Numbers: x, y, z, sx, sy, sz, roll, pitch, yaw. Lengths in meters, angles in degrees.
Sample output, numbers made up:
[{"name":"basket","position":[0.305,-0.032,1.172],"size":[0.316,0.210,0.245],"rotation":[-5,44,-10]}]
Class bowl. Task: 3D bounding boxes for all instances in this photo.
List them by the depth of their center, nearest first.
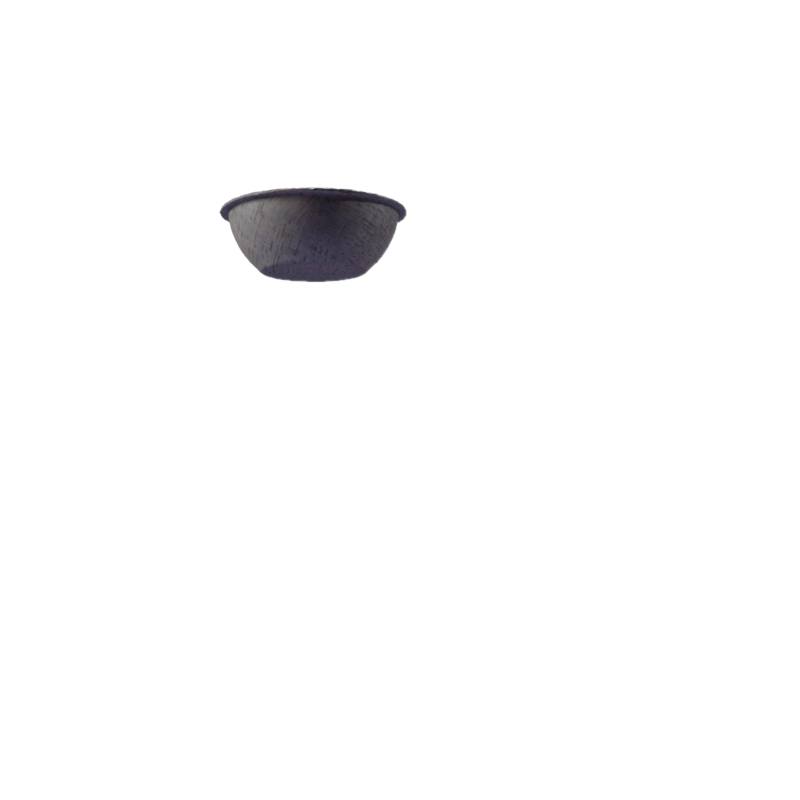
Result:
[{"name":"bowl","position":[-0.075,-0.136,0.955],"size":[0.162,0.056,0.159],"rotation":[0,-5,-2]}]
